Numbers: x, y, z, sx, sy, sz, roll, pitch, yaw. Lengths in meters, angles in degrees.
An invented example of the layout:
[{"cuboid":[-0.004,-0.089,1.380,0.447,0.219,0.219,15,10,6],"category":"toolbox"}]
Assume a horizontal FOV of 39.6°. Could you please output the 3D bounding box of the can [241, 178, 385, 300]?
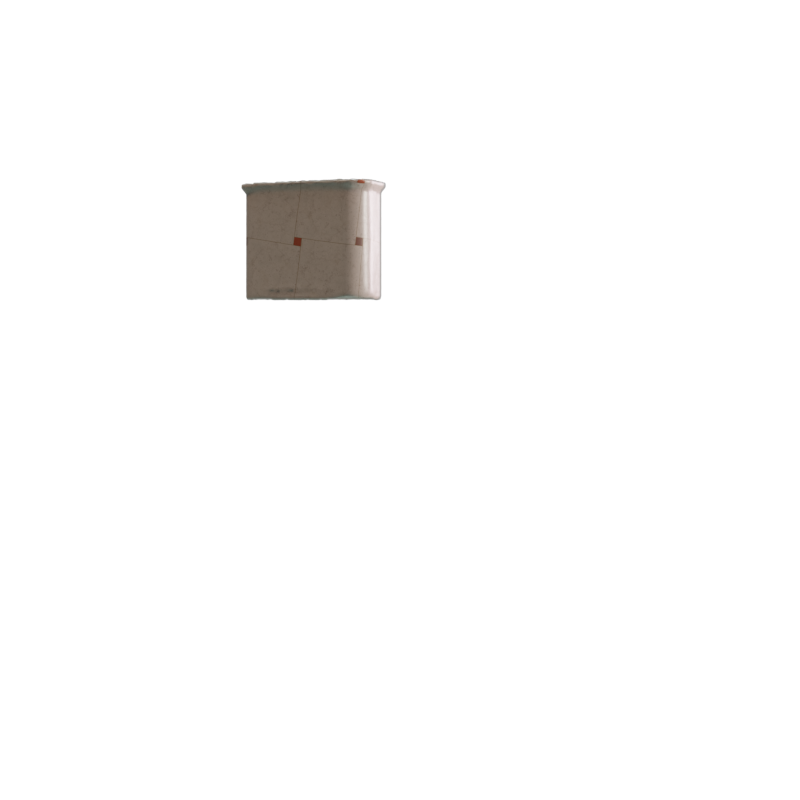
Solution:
[{"cuboid":[-0.063,-0.114,0.797,0.105,0.084,0.056,1,1,22],"category":"can"}]
